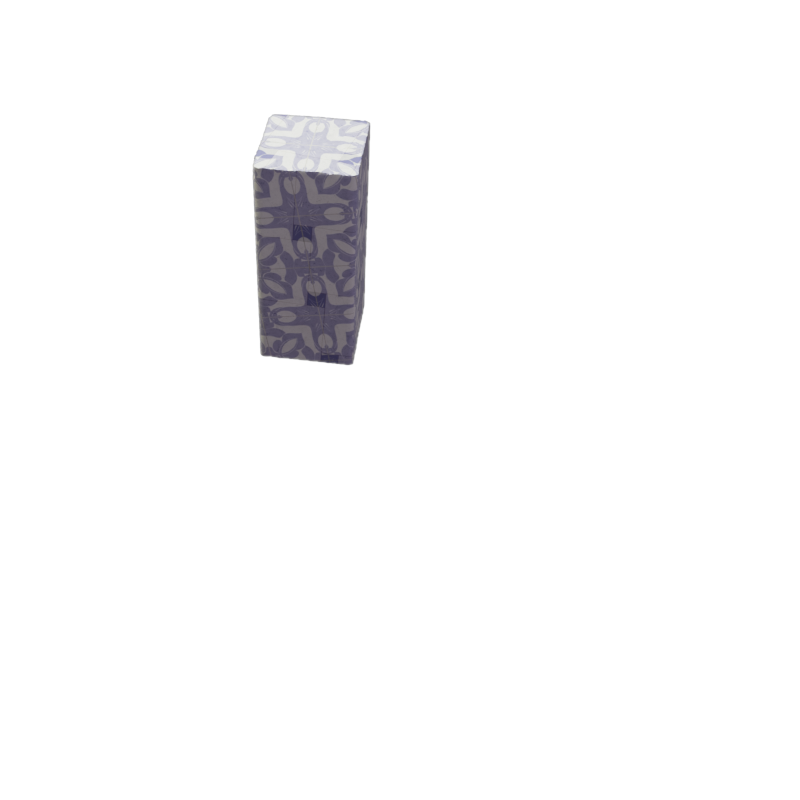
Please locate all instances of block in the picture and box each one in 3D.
[{"bbox_3d":[-0.078,-0.141,0.989,0.091,0.192,0.096,6,40,3],"label":"block"}]
